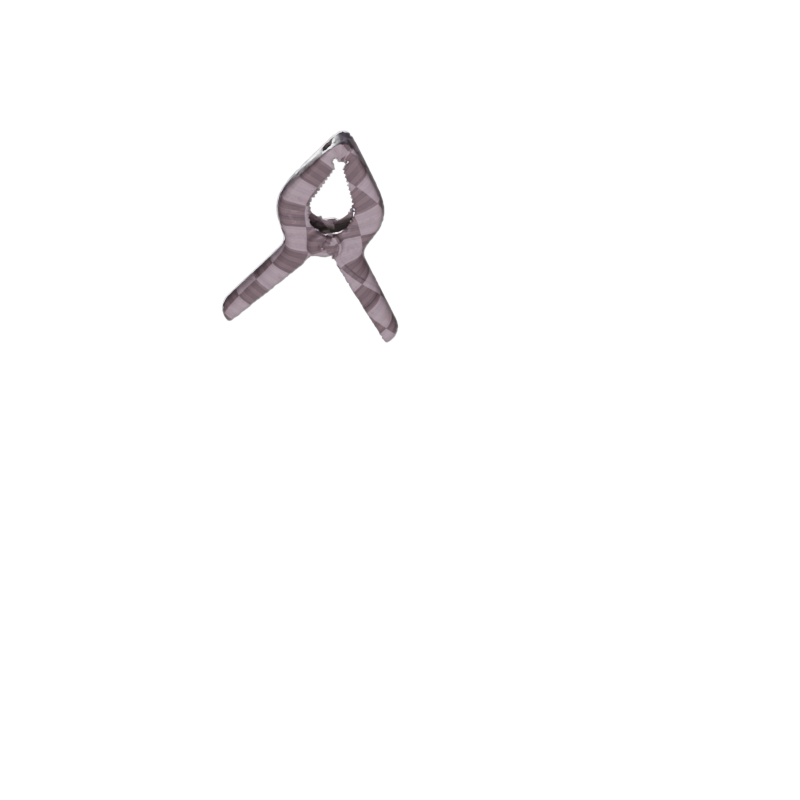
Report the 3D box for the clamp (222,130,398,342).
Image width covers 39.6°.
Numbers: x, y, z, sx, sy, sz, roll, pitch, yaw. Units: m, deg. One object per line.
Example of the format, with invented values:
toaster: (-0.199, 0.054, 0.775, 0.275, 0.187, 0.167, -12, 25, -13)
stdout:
clamp: (-0.078, -0.142, 0.992, 0.164, 0.197, 0.039, 3, 34, -2)
